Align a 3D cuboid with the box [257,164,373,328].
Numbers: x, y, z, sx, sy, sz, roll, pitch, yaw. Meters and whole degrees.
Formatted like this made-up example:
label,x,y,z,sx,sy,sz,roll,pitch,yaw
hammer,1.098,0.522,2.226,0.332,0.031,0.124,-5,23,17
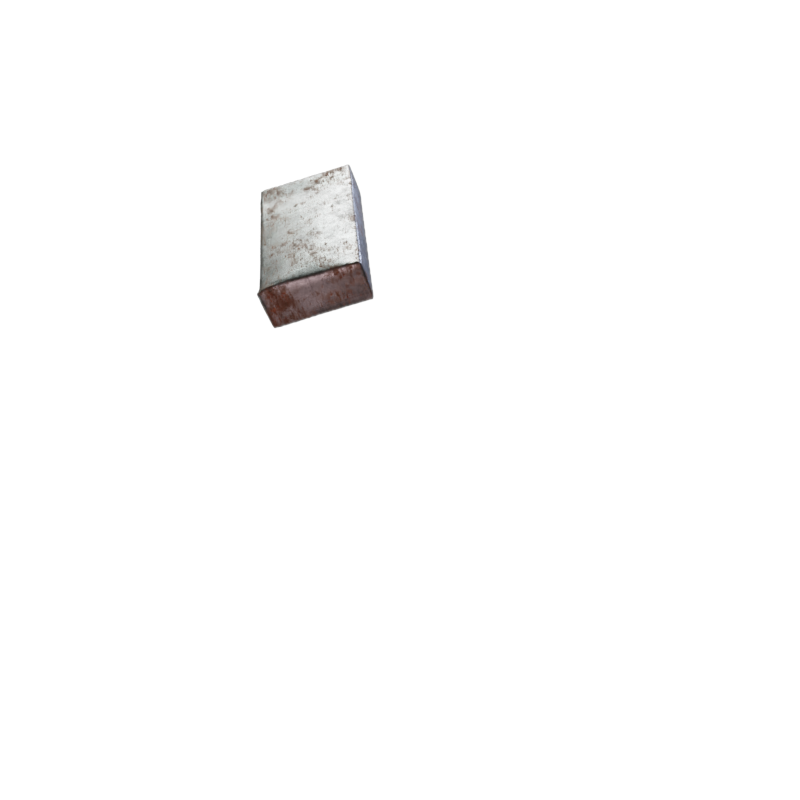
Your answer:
label,x,y,z,sx,sy,sz,roll,pitch,yaw
box,-0.078,-0.142,0.997,0.094,0.045,0.188,-16,35,8
